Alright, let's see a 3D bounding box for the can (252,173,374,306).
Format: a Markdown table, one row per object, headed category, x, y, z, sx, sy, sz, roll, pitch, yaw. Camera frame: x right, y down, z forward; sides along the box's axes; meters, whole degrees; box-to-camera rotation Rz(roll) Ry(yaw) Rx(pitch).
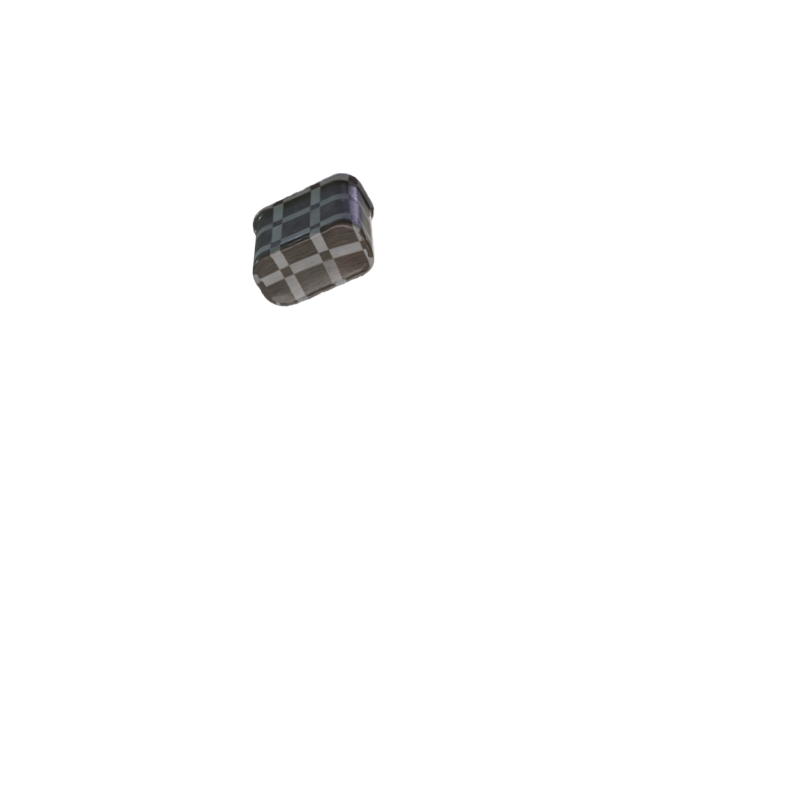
| category | x | y | z | sx | sy | sz | roll | pitch | yaw |
| --- | --- | --- | --- | --- | --- | --- | --- | --- | --- |
| can | -0.071 | -0.129 | 0.906 | 0.102 | 0.054 | 0.089 | -23 | 32 | 13 |
